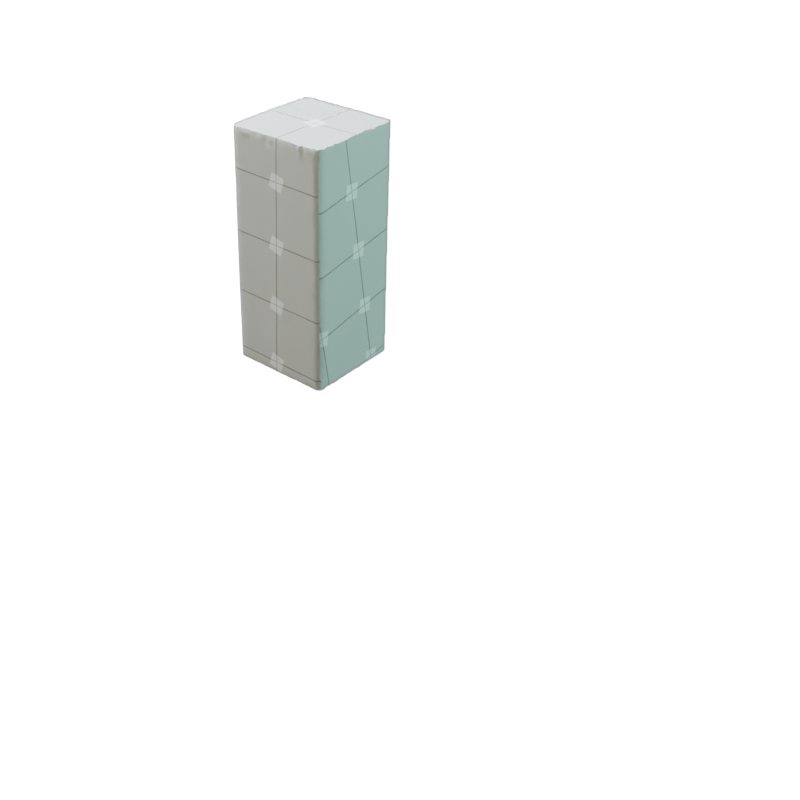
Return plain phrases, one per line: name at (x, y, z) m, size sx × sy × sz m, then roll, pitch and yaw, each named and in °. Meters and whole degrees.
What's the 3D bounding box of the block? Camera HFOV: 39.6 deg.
block at (-0.071, -0.127, 0.893) m, size 0.096 × 0.195 × 0.090 m, roll 23°, pitch 35°, yaw 33°
